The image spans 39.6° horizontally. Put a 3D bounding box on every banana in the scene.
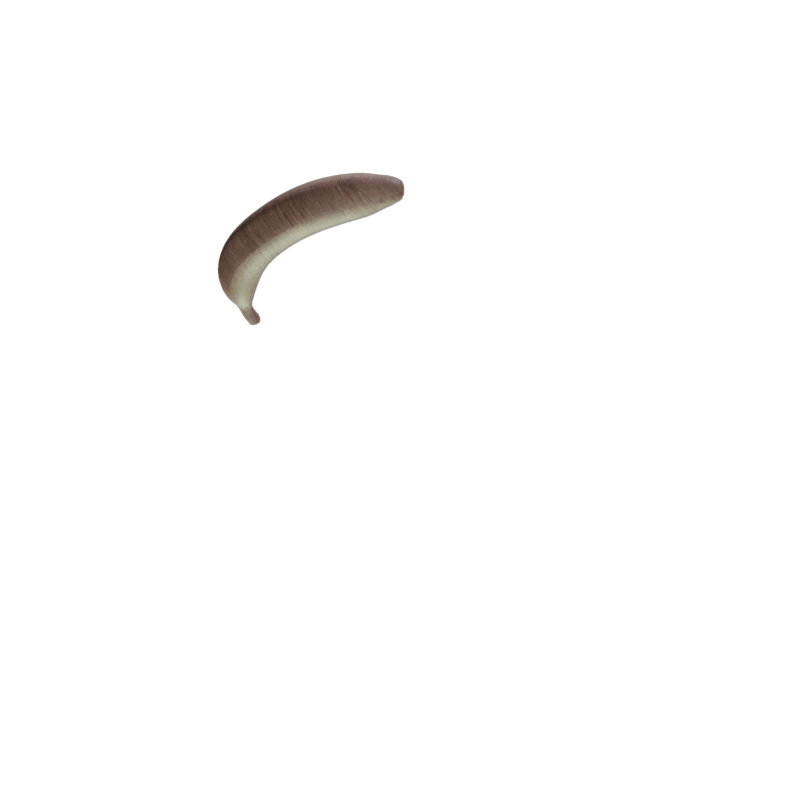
[{"bbox_3d":[-0.083,-0.124,0.834,0.066,0.039,0.195,24,-40,-32],"label":"banana"}]
